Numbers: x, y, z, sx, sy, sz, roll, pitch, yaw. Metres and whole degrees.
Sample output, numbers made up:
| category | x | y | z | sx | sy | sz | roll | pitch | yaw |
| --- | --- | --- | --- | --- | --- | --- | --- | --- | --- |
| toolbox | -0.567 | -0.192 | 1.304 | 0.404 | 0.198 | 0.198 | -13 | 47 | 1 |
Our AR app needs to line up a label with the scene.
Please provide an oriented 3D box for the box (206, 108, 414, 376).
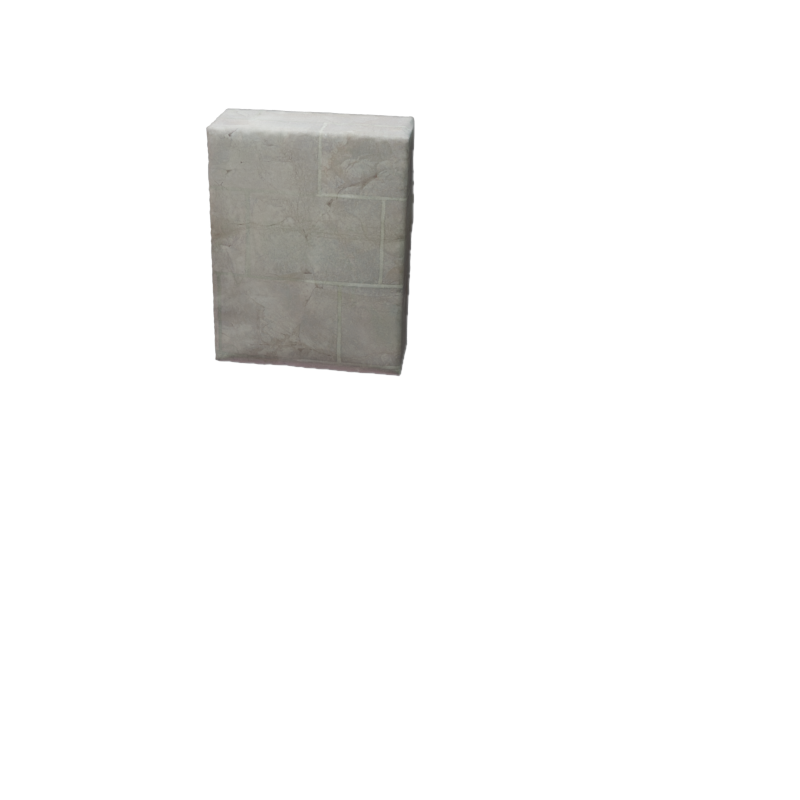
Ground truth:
| category | x | y | z | sx | sy | sz | roll | pitch | yaw |
| --- | --- | --- | --- | --- | --- | --- | --- | --- | --- |
| box | -0.073 | -0.134 | 0.936 | 0.166 | 0.203 | 0.075 | 5 | 24 | 8 |
